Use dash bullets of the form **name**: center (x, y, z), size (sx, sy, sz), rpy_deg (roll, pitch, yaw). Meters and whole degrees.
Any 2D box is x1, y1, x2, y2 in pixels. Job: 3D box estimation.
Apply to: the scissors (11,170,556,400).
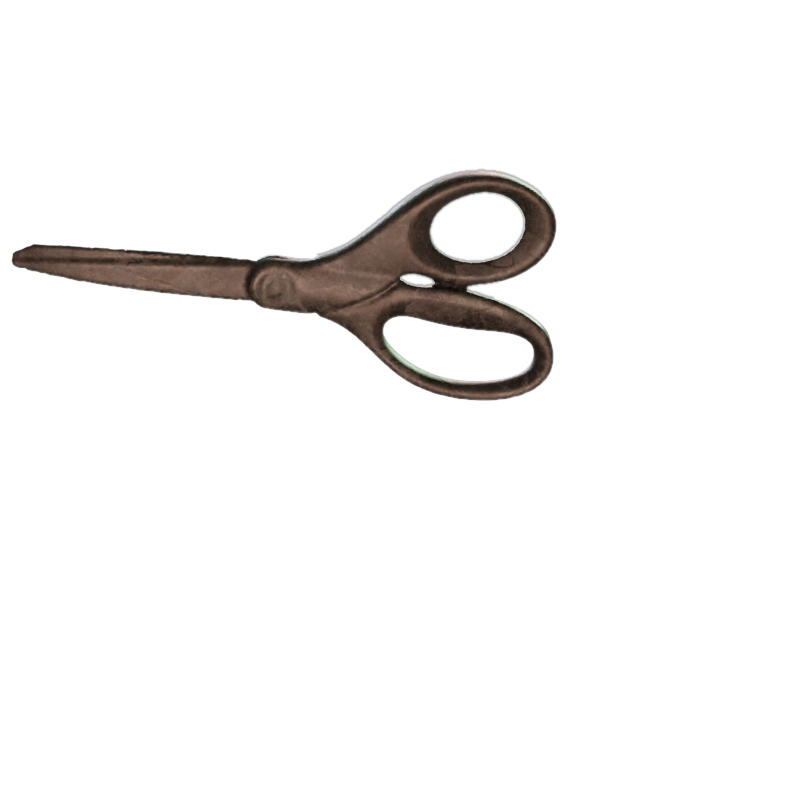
- **scissors**: center (-0.032, -0.058, 0.404), size (0.199, 0.093, 0.016), rpy_deg (20, 17, -6)
